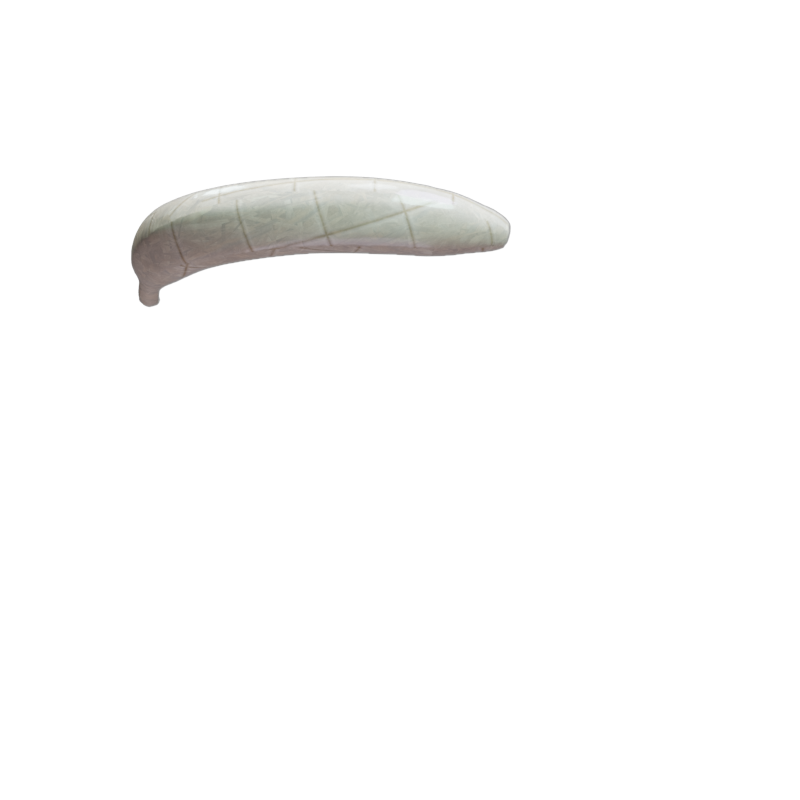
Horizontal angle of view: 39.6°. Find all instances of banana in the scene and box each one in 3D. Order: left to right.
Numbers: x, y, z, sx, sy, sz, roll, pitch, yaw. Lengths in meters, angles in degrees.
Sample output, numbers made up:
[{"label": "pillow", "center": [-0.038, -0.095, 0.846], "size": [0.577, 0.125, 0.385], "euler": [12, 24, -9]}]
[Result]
[{"label": "banana", "center": [-0.052, -0.080, 0.524], "size": [0.202, 0.038, 0.065], "euler": [-5, -15, 20]}]
